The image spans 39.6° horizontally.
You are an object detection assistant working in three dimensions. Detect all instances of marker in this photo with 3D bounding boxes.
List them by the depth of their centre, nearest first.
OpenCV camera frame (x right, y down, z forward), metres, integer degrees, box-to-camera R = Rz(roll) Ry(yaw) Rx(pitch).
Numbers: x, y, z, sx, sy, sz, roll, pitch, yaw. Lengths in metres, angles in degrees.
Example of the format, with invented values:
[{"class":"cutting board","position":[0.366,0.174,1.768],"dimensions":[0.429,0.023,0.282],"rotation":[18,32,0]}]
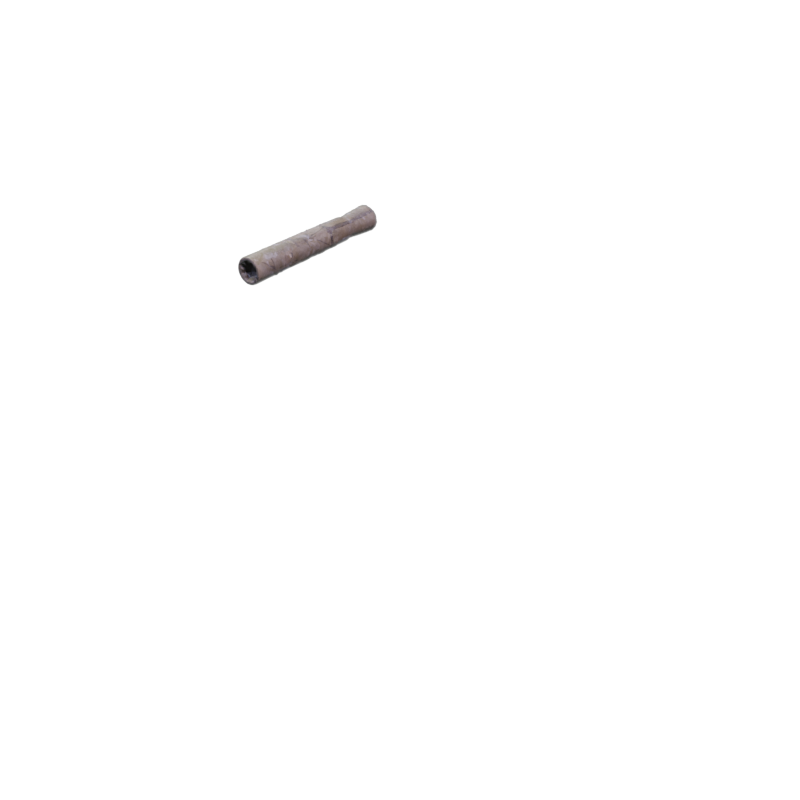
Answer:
[{"class":"marker","position":[-0.057,-0.104,0.727],"dimensions":[0.021,0.019,0.121],"rotation":[3,26,41]}]
